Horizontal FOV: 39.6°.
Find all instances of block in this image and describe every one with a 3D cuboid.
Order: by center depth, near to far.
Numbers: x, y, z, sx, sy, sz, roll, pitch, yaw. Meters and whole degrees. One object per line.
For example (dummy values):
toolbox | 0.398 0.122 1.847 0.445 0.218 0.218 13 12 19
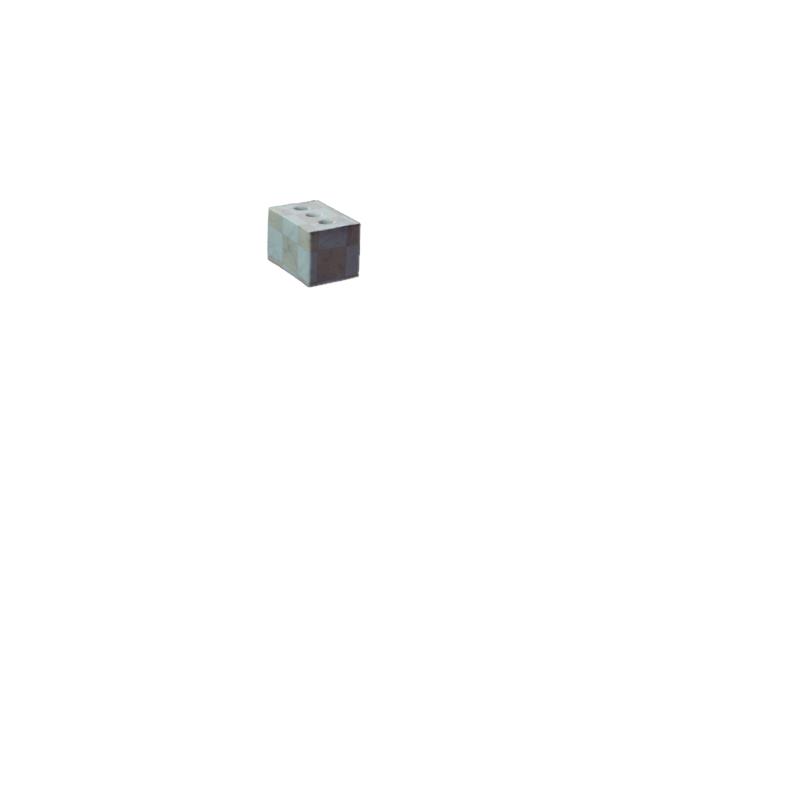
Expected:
block | -0.076 -0.138 0.967 0.052 0.049 0.083 -13 28 -29
